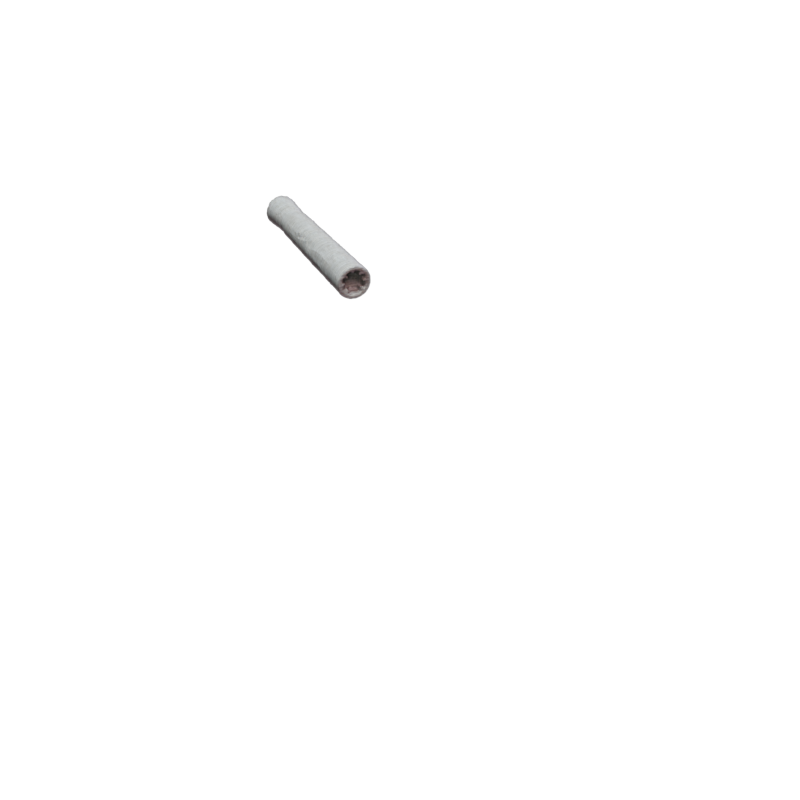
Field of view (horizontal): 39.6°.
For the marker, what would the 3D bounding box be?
[{"bbox_3d":[-0.049,-0.089,0.623,0.019,0.019,0.130,-2,27,-25],"label":"marker"}]
